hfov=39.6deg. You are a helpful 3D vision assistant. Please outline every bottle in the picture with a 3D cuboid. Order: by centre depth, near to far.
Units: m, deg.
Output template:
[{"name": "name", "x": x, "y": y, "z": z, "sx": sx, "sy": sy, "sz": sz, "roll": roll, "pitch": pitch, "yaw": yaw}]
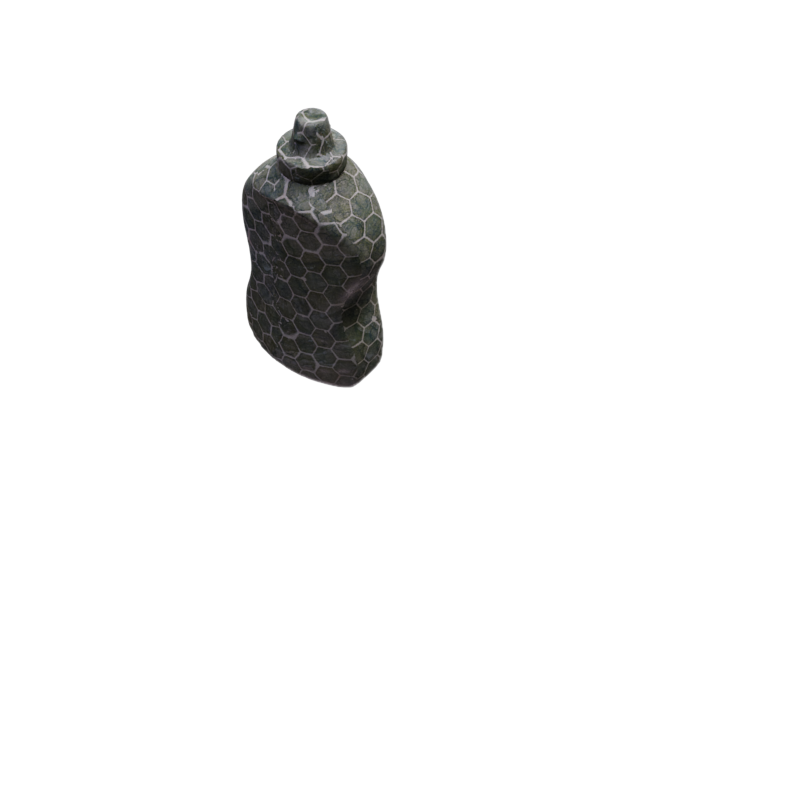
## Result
[{"name": "bottle", "x": -0.054, "y": -0.097, "z": 0.681, "sx": 0.102, "sy": 0.179, "sz": 0.059, "roll": 33, "pitch": 53, "yaw": 25}]
